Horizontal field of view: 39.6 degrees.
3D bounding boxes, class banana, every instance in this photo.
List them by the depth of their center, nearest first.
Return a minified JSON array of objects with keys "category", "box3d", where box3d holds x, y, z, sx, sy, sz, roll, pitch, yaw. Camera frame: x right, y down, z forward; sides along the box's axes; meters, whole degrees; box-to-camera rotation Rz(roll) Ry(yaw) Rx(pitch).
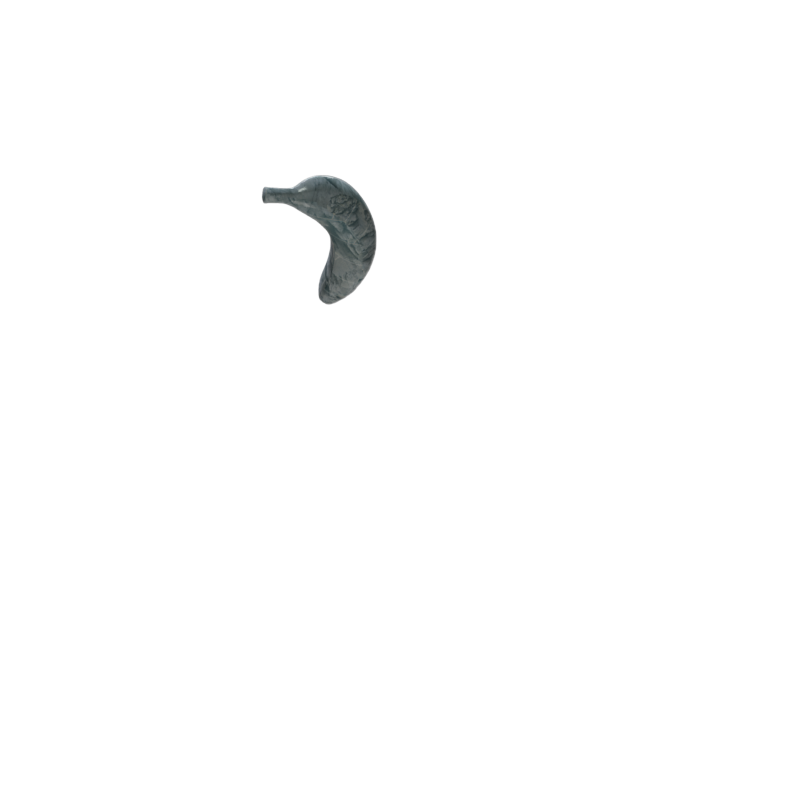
[{"category":"banana","box3d":[-0.053,-0.131,0.889,0.070,0.039,0.185,-5,-23,10]}]
